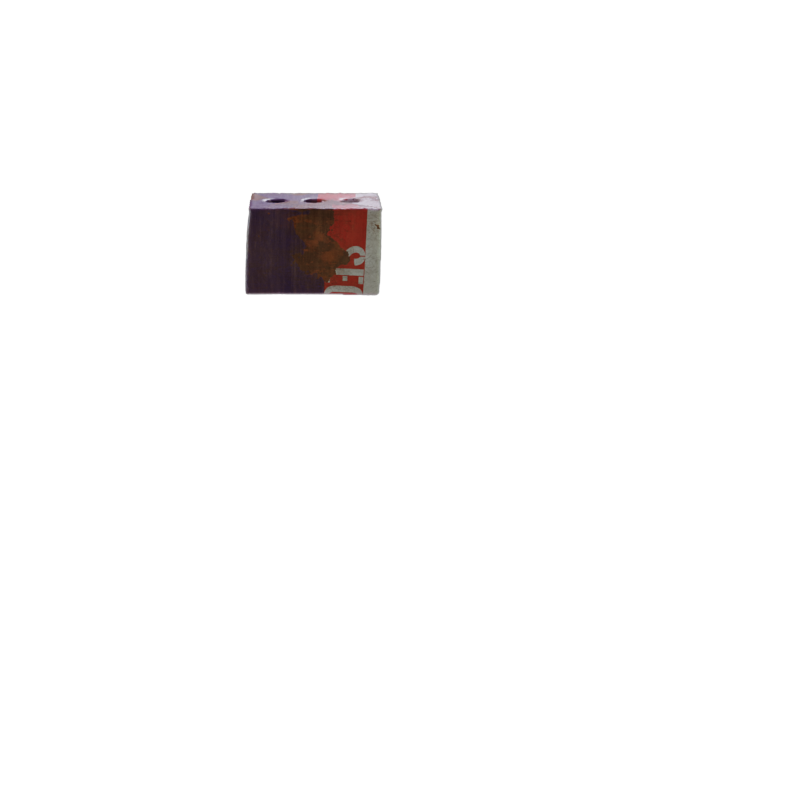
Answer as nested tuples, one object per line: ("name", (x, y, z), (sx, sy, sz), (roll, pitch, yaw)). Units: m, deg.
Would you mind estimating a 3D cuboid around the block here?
("block", (-0.051, -0.093, 0.651), (0.078, 0.049, 0.055), (0, 18, -2))
